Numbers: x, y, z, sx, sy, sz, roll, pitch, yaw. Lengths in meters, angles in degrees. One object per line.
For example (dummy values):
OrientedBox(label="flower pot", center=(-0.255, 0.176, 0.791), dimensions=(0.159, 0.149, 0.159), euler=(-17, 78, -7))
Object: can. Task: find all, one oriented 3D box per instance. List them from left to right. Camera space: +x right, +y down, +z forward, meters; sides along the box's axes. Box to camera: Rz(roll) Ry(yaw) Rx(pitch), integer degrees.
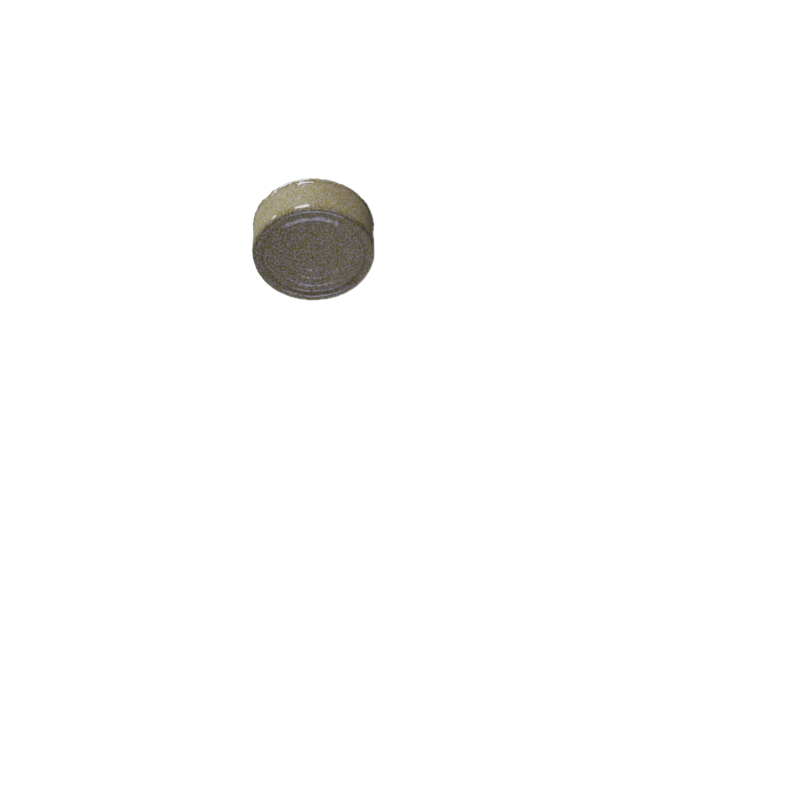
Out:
OrientedBox(label="can", center=(-0.060, -0.110, 0.772), dimensions=(0.086, 0.080, 0.036), euler=(1, 44, -1))
